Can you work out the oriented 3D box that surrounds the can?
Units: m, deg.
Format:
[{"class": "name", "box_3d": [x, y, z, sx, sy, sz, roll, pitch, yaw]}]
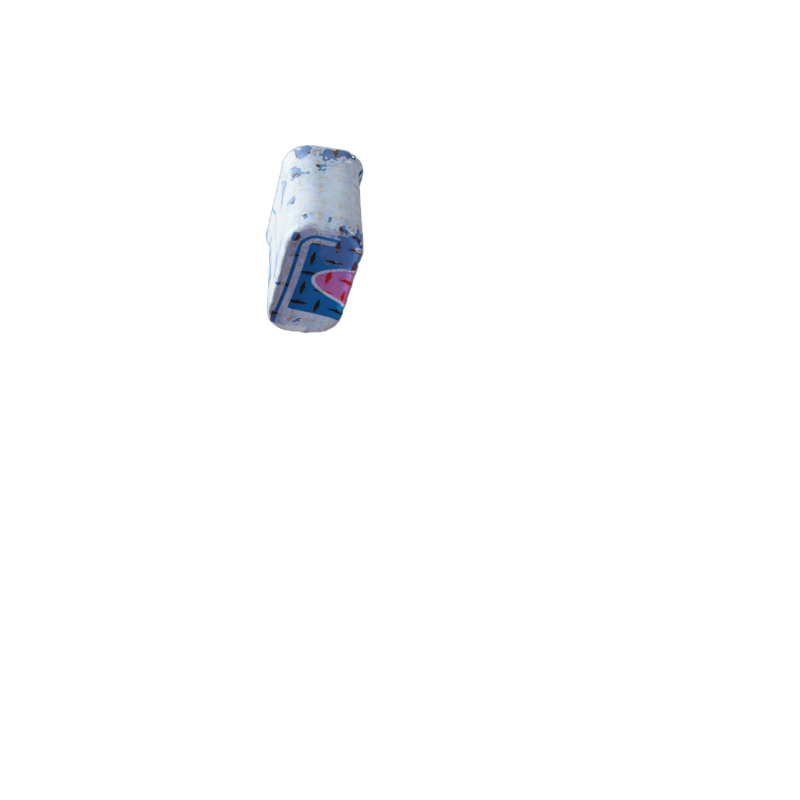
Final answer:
[{"class": "can", "box_3d": [-0.059, -0.108, 0.758, 0.056, 0.090, 0.096, 9, -46, -12]}]
